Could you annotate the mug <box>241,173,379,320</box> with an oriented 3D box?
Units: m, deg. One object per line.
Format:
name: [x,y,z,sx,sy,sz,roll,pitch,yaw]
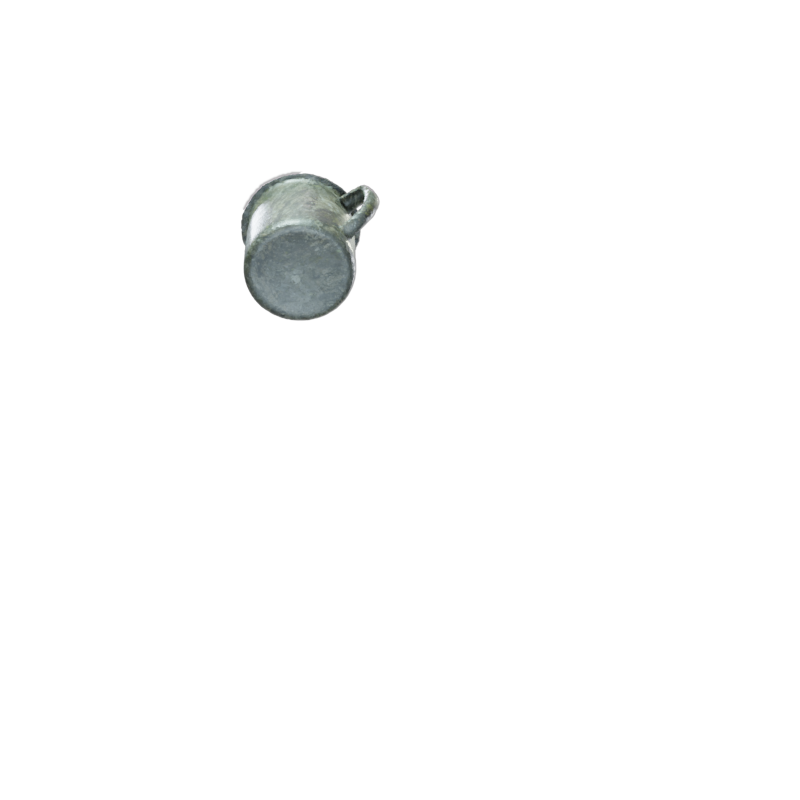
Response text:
mug: [-0.064,-0.118,0.823,0.117,0.088,0.086,-31,25,14]
